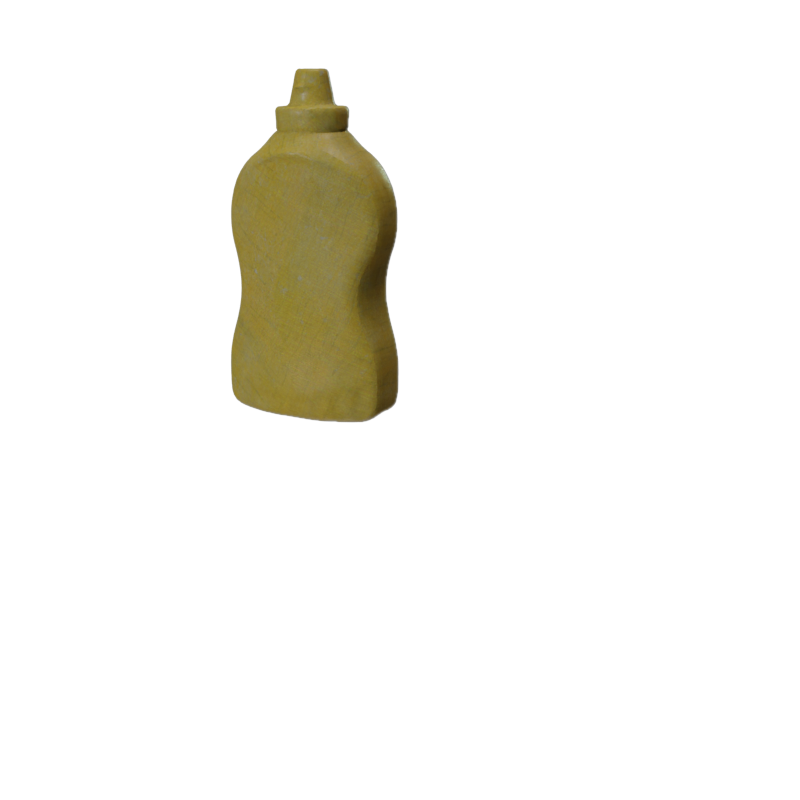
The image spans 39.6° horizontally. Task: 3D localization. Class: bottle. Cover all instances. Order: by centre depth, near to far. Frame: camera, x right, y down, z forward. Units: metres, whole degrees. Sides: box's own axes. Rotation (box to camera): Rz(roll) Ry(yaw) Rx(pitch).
[{"bbox_3d":[-0.049,-0.089,0.621,0.100,0.188,0.057,6,10,29],"label":"bottle"}]
